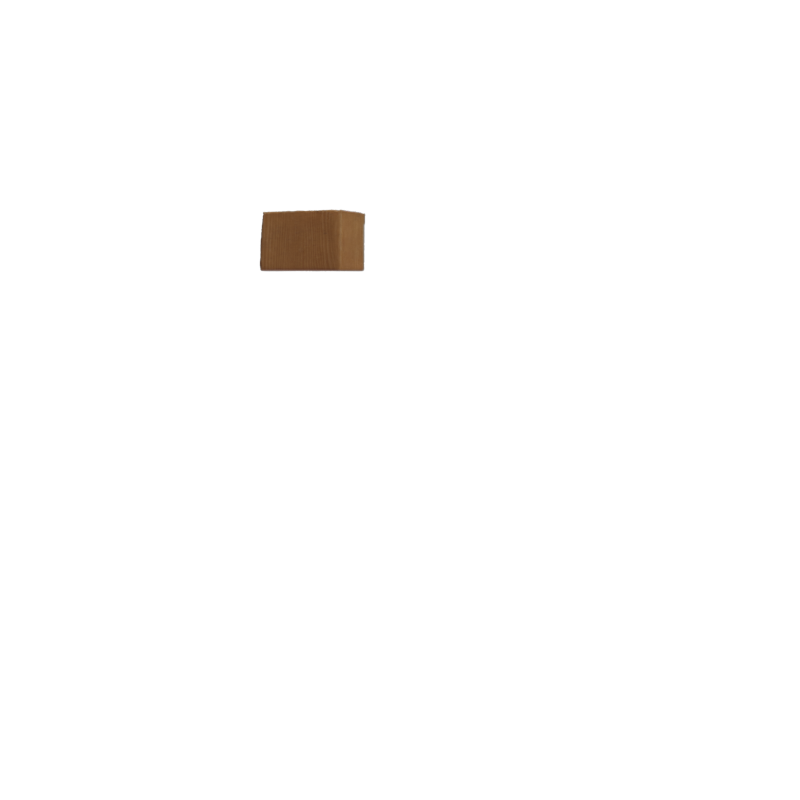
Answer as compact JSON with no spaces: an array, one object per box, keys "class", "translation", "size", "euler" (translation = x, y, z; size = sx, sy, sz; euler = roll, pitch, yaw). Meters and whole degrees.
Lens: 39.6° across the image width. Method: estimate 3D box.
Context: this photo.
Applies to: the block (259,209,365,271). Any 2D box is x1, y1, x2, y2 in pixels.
[{"class":"block","translation":[-0.075,-0.137,0.957],"size":[0.080,0.051,0.051],"euler":[2,3,24]}]
